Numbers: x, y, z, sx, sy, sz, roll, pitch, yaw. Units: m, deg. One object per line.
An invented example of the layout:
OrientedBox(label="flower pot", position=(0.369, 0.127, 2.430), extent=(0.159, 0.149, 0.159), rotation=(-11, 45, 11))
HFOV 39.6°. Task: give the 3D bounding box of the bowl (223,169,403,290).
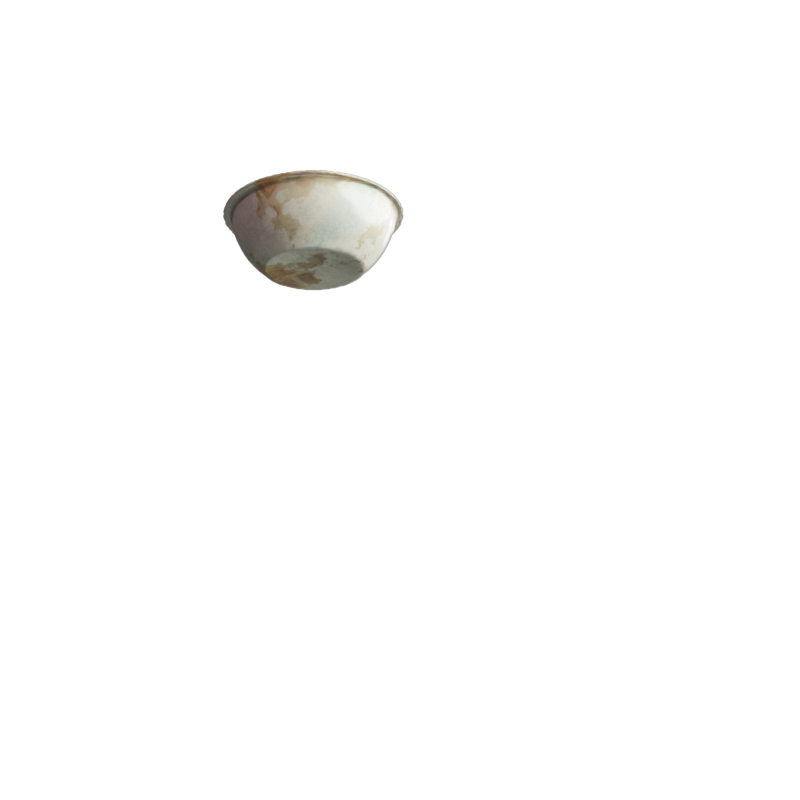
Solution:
OrientedBox(label="bowl", position=(-0.077, -0.140, 0.984), extent=(0.162, 0.058, 0.154), rotation=(1, -20, -2))
